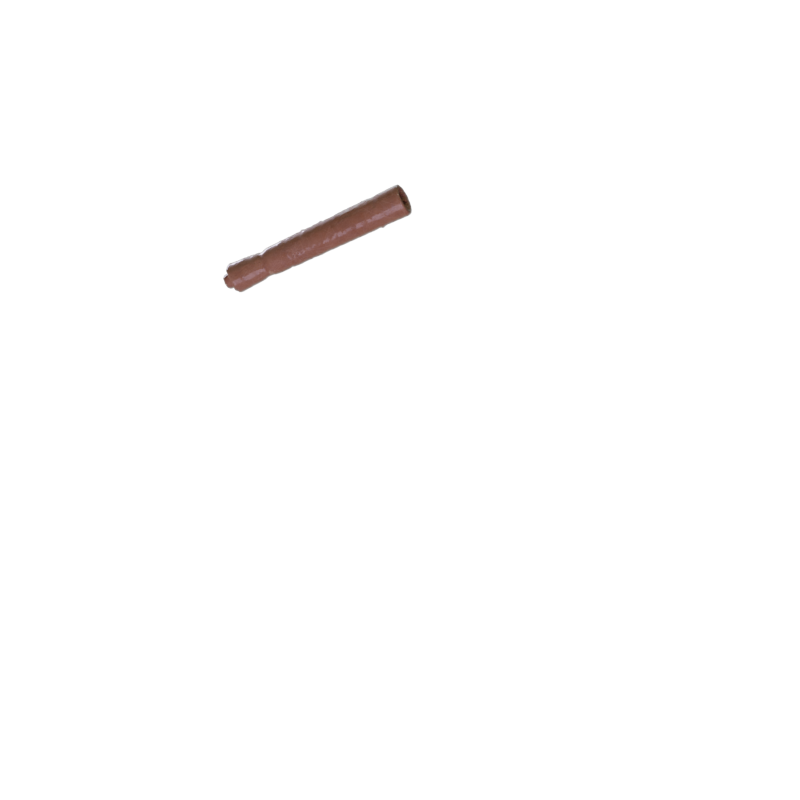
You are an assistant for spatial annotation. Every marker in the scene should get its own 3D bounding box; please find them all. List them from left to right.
[{"bbox_3d":[-0.051,-0.092,0.648,0.121,0.020,0.019,-22,-3,19],"label":"marker"}]
